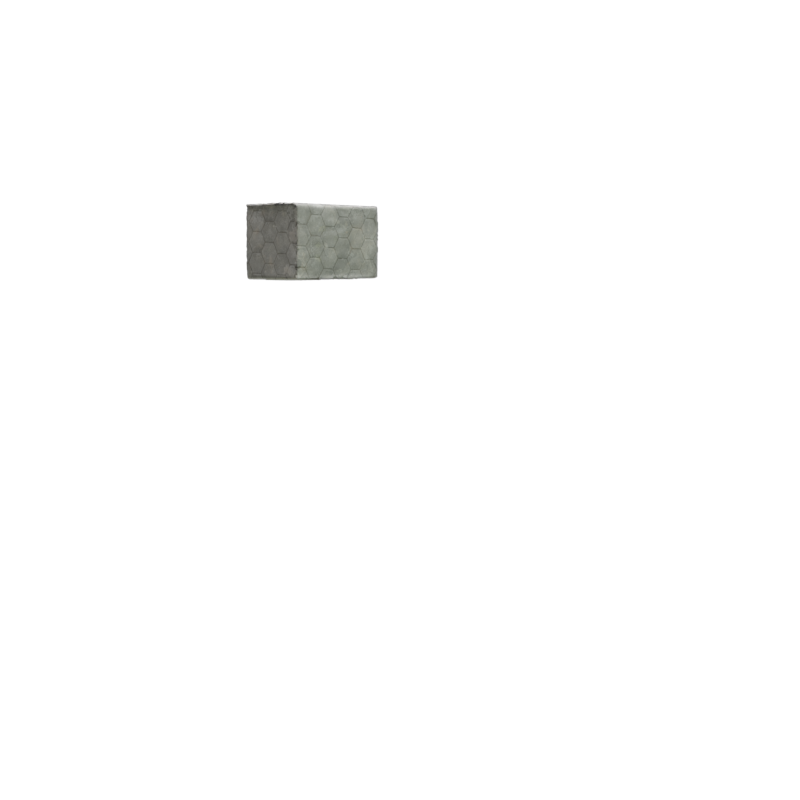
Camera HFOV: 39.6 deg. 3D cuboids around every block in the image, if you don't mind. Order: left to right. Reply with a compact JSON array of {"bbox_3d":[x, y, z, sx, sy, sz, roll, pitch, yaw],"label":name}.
[{"bbox_3d":[-0.059,-0.108,0.755,0.055,0.051,0.075,4,6,44],"label":"block"}]
